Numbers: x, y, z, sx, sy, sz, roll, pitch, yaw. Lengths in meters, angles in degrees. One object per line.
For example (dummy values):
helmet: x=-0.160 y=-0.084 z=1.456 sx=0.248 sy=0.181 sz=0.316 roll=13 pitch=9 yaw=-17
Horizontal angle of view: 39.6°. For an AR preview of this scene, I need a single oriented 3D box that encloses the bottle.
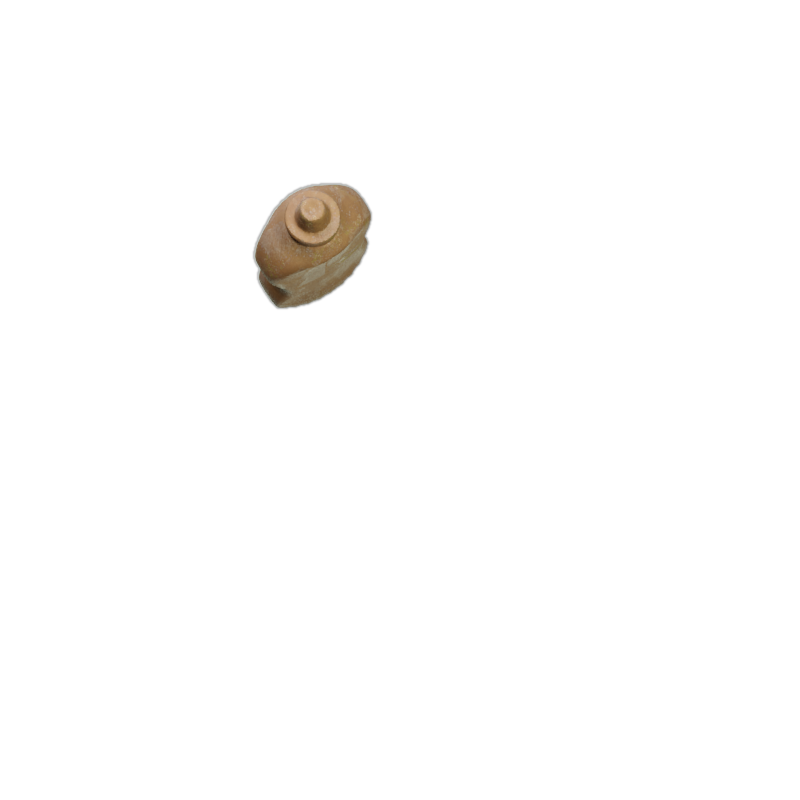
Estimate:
bottle: x=-0.068 y=-0.124 z=0.869 sx=0.096 sy=0.059 sz=0.188 roll=-32 pitch=-3 yaw=-7
